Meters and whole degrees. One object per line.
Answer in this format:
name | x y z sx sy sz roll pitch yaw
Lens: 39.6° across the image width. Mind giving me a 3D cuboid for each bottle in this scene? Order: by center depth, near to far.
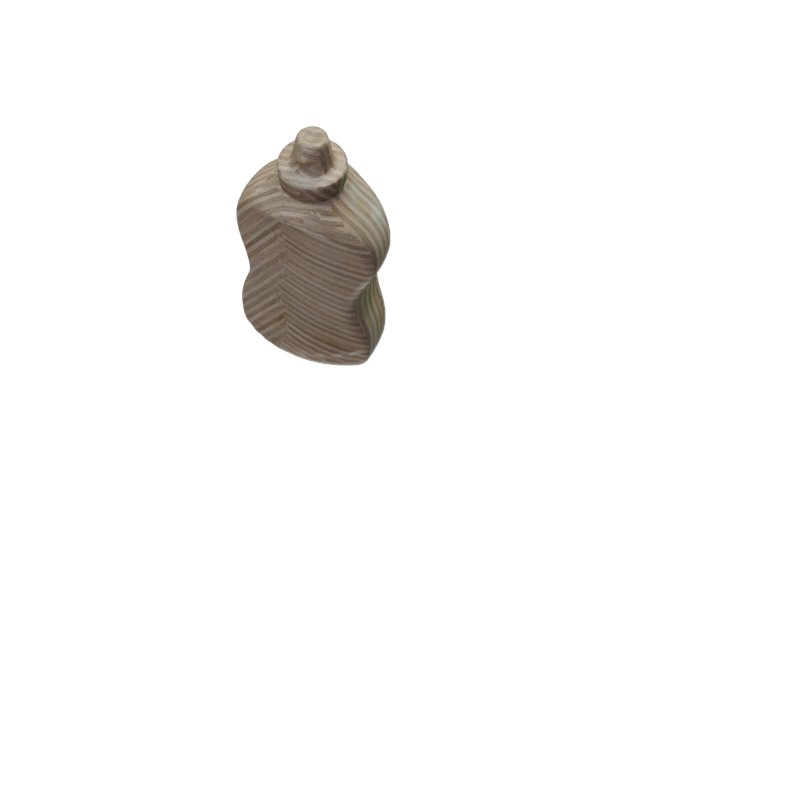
bottle | -0.054 -0.098 0.690 0.099 0.060 0.179 25 -31 12
